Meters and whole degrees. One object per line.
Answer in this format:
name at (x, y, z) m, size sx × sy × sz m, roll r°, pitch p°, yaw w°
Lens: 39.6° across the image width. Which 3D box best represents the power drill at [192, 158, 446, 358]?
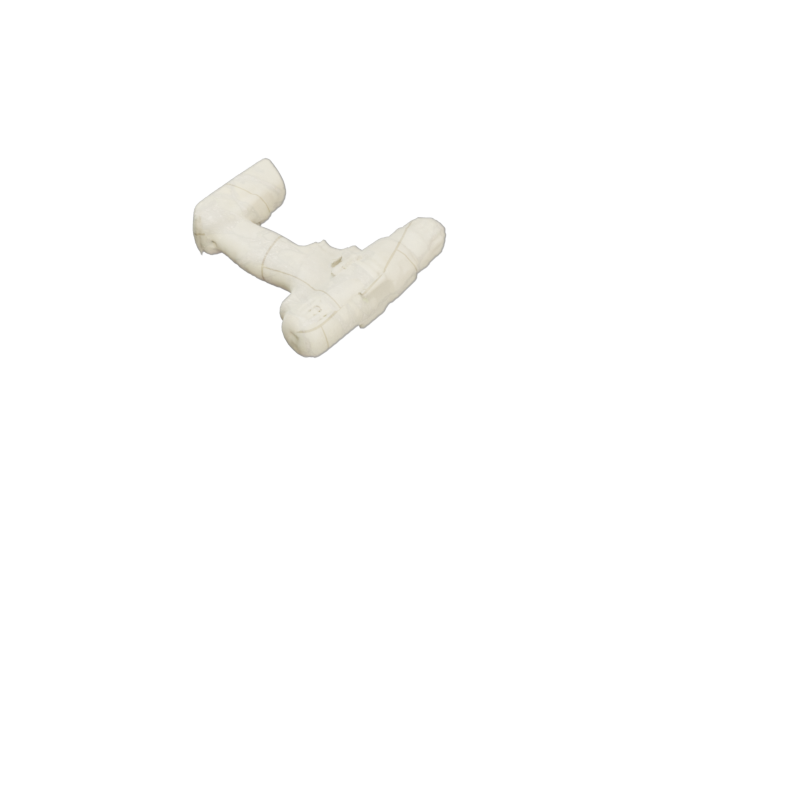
power drill at (-0.077, -0.141, 0.985) m, size 0.199 × 0.053 × 0.186 m, roll 35°, pitch 57°, yaw 27°
